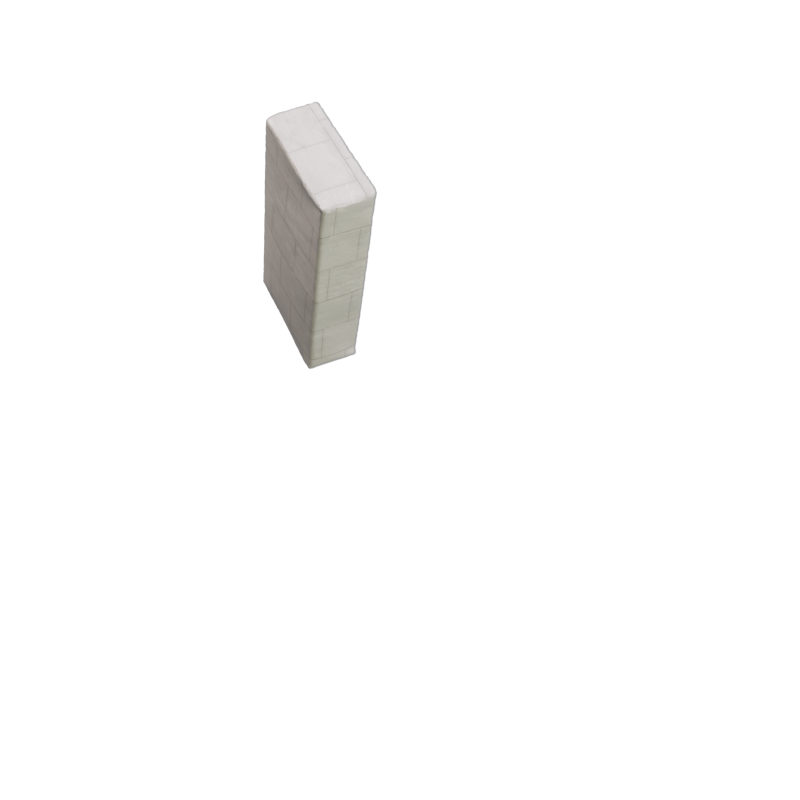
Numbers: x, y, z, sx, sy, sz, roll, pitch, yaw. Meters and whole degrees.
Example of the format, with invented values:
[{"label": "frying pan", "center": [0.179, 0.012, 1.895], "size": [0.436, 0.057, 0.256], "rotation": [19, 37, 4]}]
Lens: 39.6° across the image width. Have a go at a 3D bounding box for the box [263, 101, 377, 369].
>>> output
[{"label": "box", "center": [-0.061, -0.110, 0.769], "size": [0.048, 0.100, 0.165], "rotation": [-20, -32, -17]}]
